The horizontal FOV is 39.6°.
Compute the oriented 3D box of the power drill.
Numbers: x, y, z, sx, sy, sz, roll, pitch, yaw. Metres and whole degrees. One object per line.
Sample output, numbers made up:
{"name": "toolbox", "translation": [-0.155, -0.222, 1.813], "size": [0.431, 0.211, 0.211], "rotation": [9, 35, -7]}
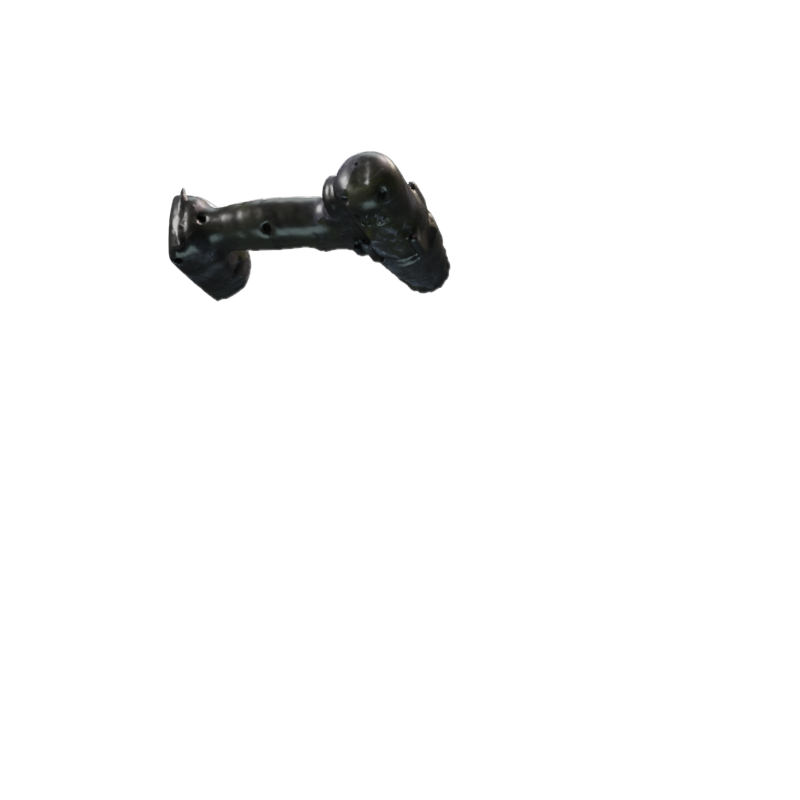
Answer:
{"name": "power drill", "translation": [-0.065, -0.119, 0.834], "size": [0.190, 0.061, 0.172], "rotation": [-7, -22, 17]}
